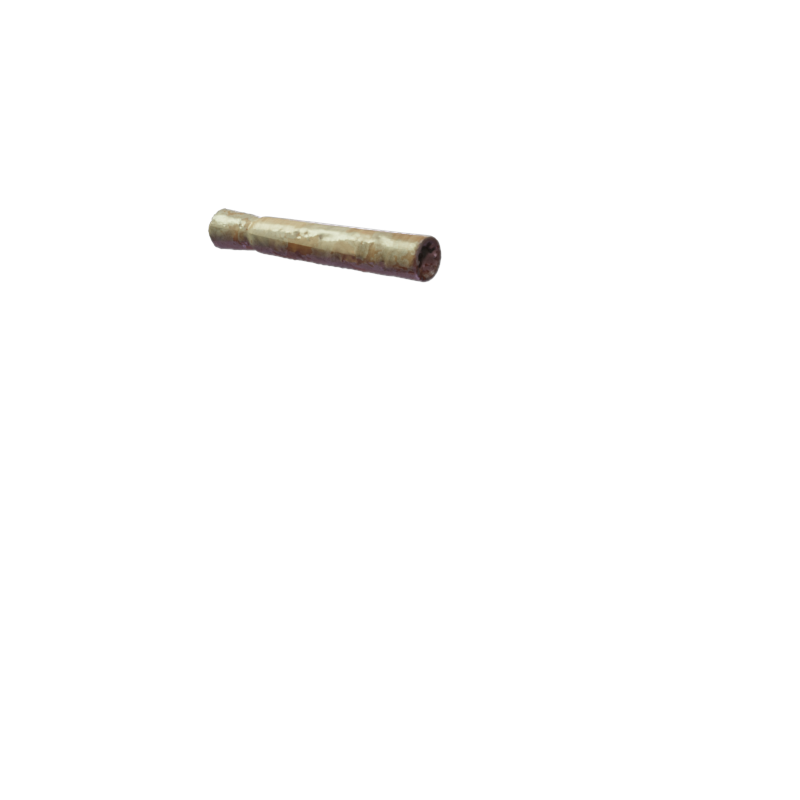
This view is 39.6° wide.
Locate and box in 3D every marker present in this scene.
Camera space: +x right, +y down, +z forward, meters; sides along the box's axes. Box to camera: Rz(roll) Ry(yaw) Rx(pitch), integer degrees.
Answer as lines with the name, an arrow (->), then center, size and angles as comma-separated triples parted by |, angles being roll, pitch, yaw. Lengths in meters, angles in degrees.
marker -> -0.037, -0.068, 0.477 | 0.127, 0.019, 0.019 | 14, 12, 38
